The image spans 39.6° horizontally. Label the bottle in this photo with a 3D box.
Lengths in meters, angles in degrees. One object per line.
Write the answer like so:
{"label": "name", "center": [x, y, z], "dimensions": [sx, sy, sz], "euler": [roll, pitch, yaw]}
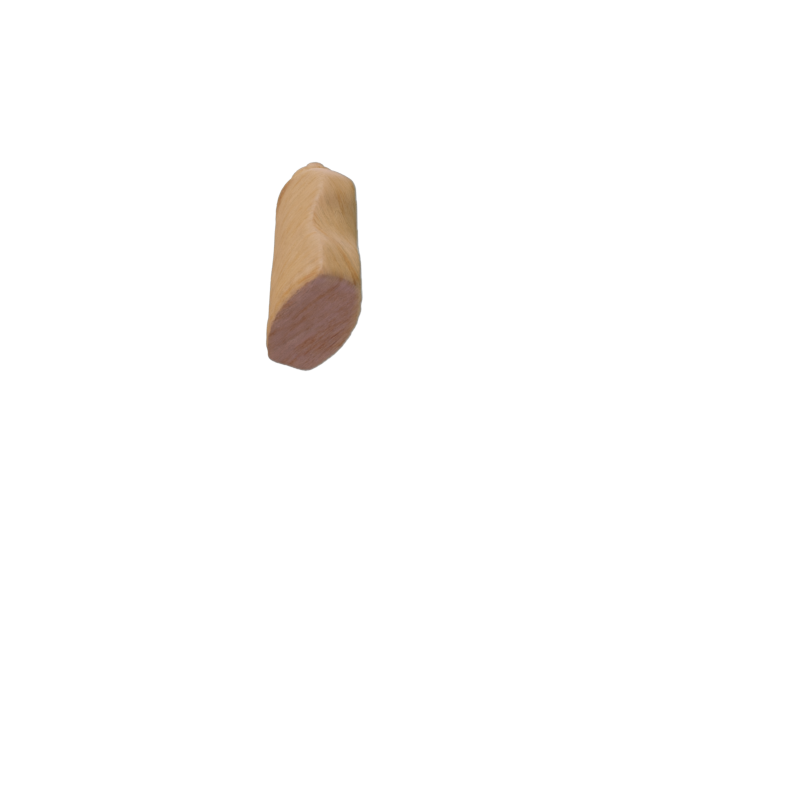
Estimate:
{"label": "bottle", "center": [-0.065, -0.120, 0.842], "dimensions": [0.057, 0.206, 0.092], "euler": [17, -50, -19]}
